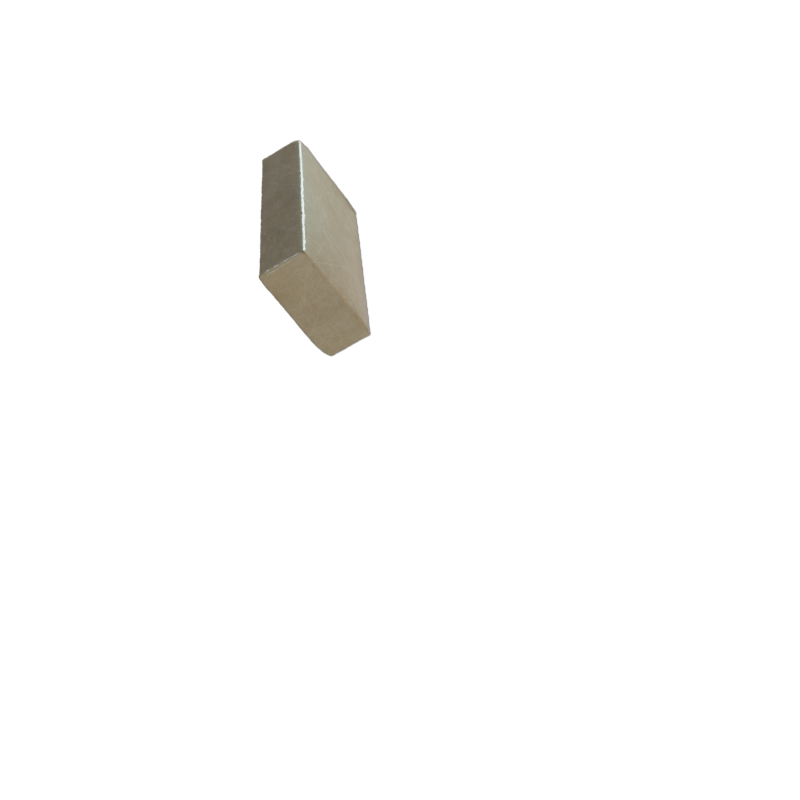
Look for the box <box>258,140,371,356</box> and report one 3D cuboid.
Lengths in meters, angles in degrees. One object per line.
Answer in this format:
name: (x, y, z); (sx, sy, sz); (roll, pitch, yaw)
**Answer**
box: (-0.068, -0.124, 0.870); (0.048, 0.087, 0.189); (-28, 35, 18)
